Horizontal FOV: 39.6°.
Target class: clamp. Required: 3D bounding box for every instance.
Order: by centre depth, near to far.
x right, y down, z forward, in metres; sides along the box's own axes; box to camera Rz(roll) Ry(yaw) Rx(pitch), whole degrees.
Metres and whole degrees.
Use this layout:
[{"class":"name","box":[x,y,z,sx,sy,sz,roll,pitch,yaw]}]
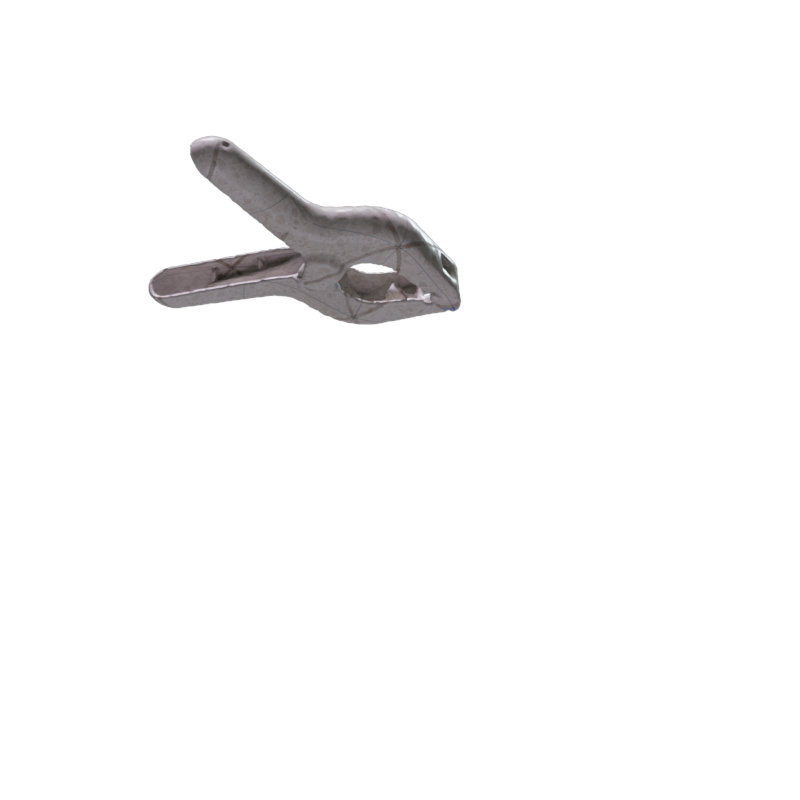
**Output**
[{"class":"clamp","box":[-0.046,-0.085,0.592,0.169,0.042,0.113,5,-34,-8]}]
